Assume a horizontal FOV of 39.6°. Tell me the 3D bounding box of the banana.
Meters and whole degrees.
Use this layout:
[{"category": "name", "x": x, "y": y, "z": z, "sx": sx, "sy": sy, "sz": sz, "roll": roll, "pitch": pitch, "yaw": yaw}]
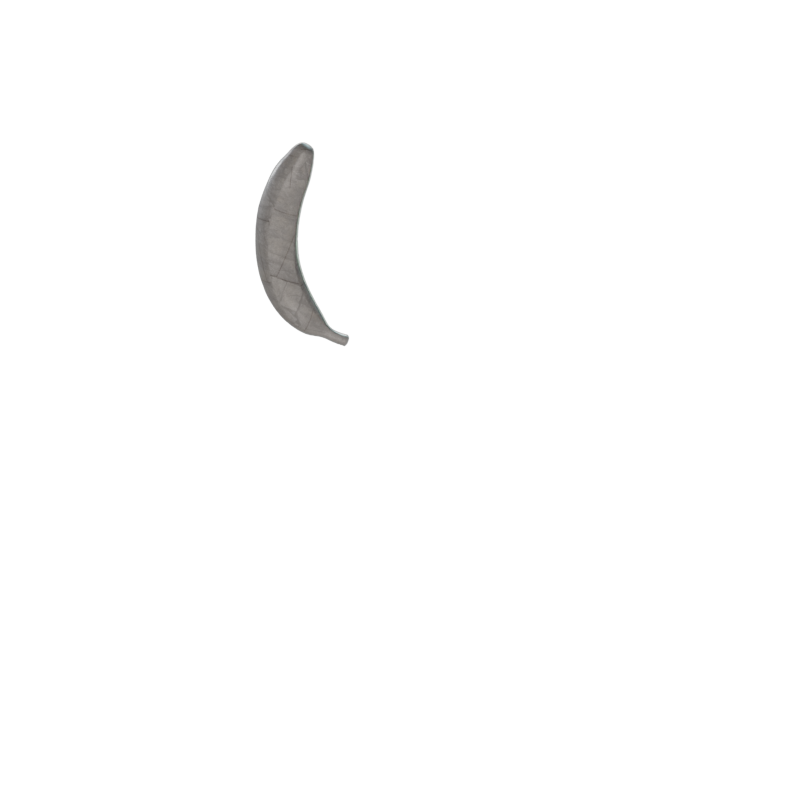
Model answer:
[{"category": "banana", "x": -0.094, "y": -0.133, "z": 0.978, "sx": 0.070, "sy": 0.185, "sz": 0.039, "roll": -8, "pitch": 29, "yaw": 4}]
